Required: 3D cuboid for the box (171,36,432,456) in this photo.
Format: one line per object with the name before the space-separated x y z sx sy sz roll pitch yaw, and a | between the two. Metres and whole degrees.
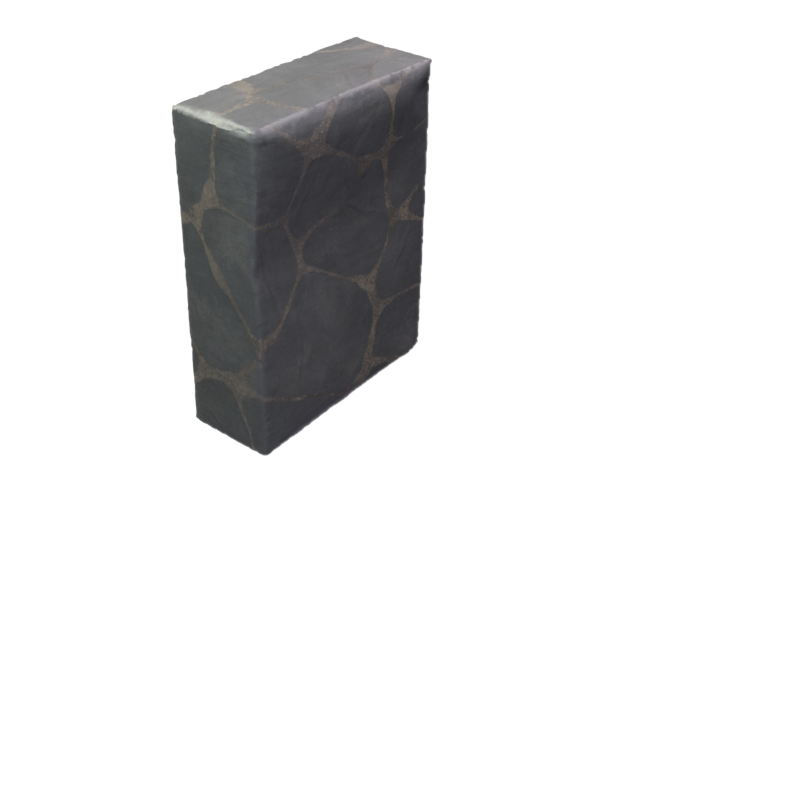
box | -0.054 -0.098 0.690 0.076 0.201 0.165 23 38 30
